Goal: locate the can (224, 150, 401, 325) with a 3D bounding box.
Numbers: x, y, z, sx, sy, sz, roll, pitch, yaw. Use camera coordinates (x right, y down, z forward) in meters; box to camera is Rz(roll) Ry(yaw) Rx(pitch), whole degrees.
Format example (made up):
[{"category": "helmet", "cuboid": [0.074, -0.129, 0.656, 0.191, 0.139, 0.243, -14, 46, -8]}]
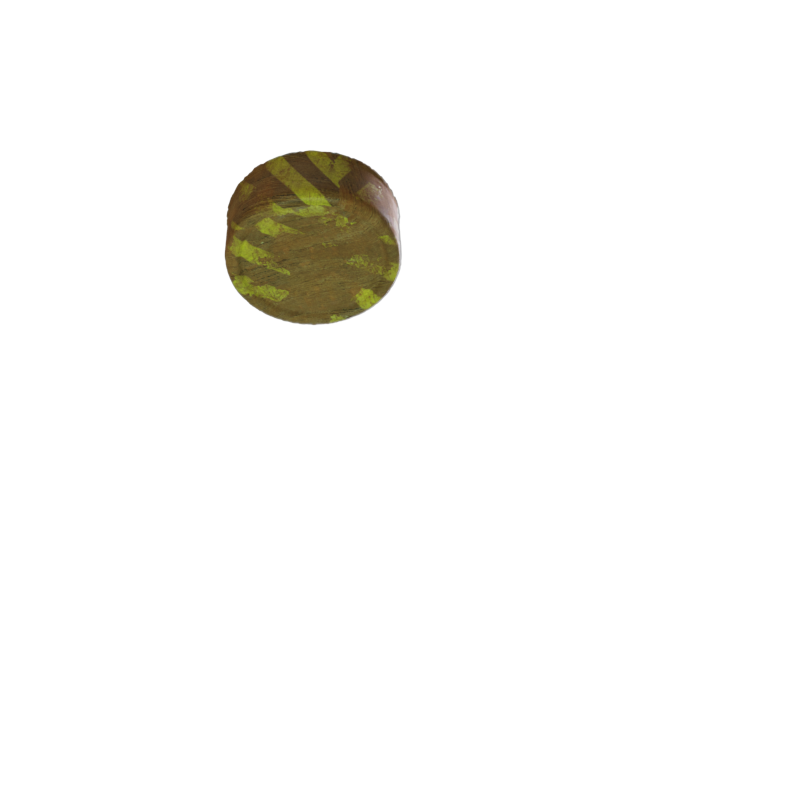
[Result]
[{"category": "can", "cuboid": [-0.042, -0.077, 0.537, 0.086, 0.080, 0.036, 1, 45, -1]}]
